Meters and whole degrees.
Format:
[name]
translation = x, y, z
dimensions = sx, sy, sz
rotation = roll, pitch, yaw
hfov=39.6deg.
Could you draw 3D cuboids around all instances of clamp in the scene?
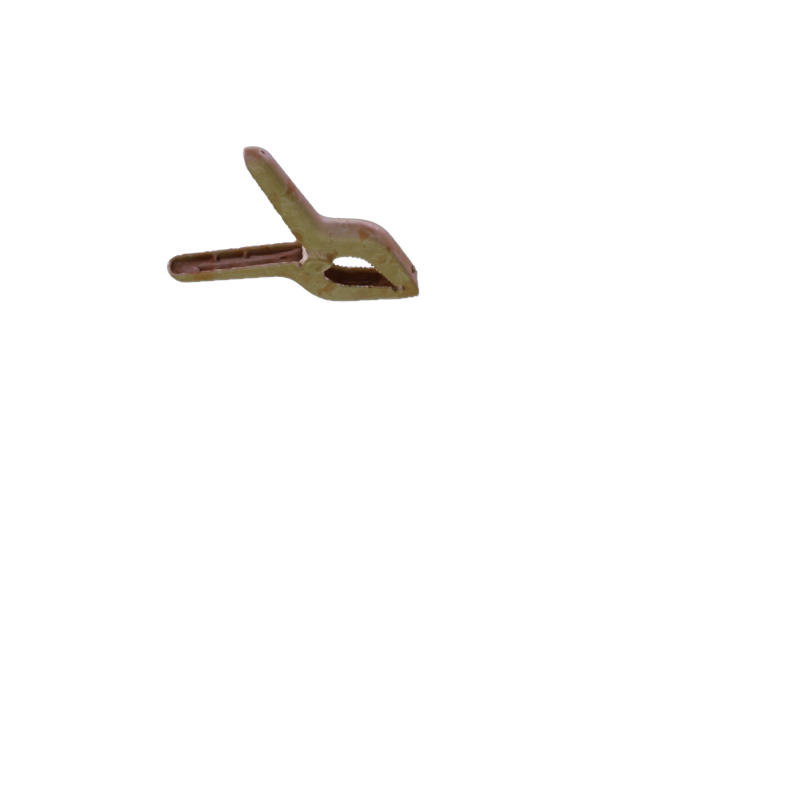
[clamp]
translation = -0.072, -0.131, 0.920
dimensions = 0.204, 0.039, 0.158
rotation = 13, -37, -18
